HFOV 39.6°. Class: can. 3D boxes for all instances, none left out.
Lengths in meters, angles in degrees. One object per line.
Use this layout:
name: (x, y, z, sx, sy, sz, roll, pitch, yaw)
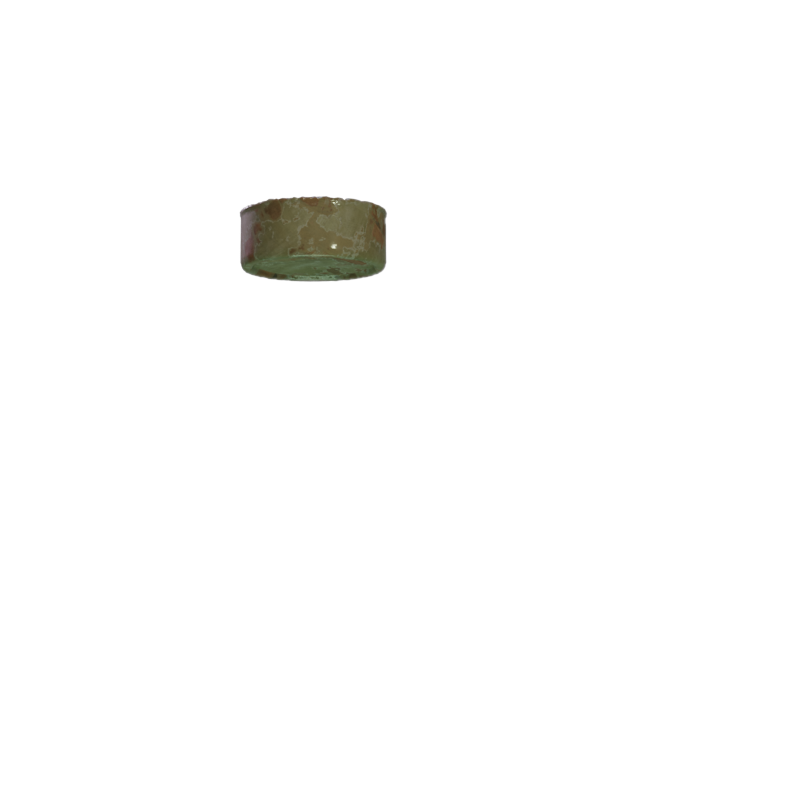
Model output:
can: (-0.050, -0.092, 0.642, 0.086, 0.034, 0.084, 0, -5, -2)
